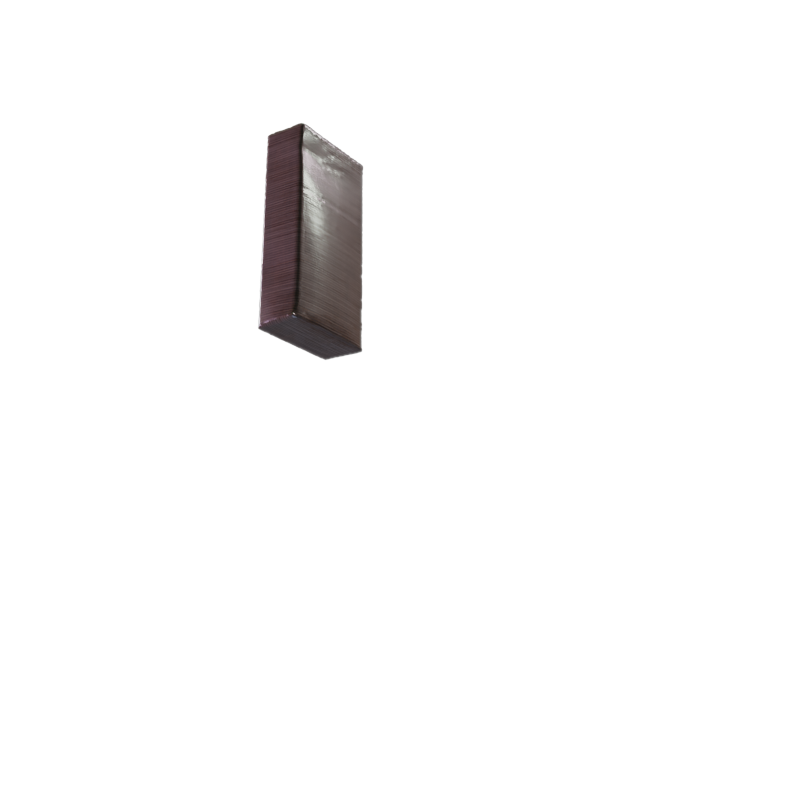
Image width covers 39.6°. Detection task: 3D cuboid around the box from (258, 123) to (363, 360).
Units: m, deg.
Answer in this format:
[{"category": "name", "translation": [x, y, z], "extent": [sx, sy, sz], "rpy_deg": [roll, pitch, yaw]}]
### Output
[{"category": "box", "translation": [-0.073, -0.132, 0.925], "extent": [0.049, 0.186, 0.087], "rpy_deg": [-18, -29, 31]}]
